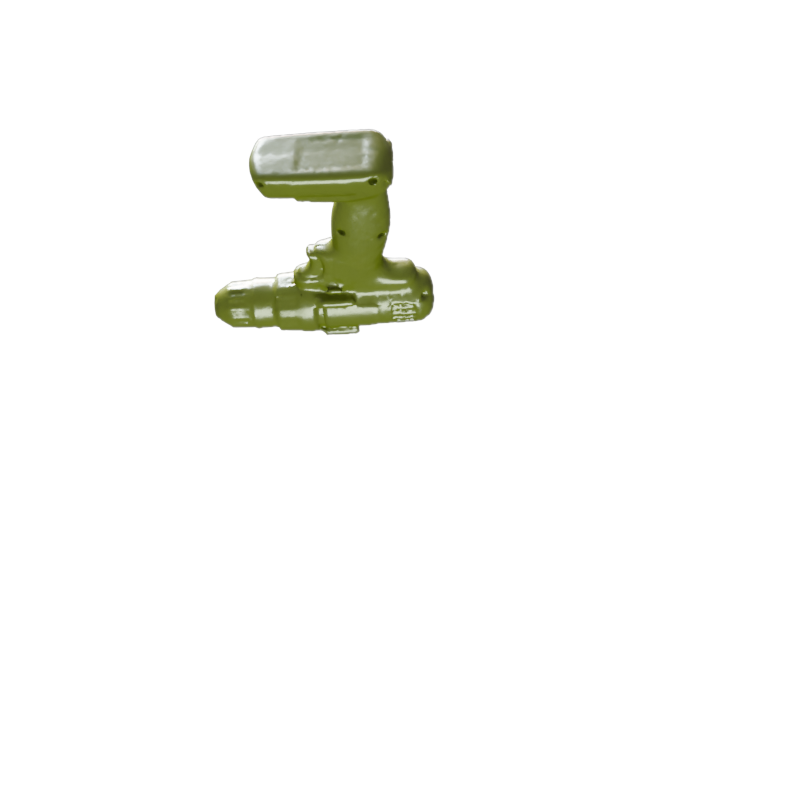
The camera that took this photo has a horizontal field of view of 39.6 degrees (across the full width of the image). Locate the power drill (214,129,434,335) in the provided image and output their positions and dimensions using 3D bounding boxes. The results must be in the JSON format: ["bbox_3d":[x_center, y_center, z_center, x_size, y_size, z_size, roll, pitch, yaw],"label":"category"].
[{"bbox_3d":[-0.069,-0.126,0.880,0.185,0.062,0.174,-4,-39,4],"label":"power drill"}]
